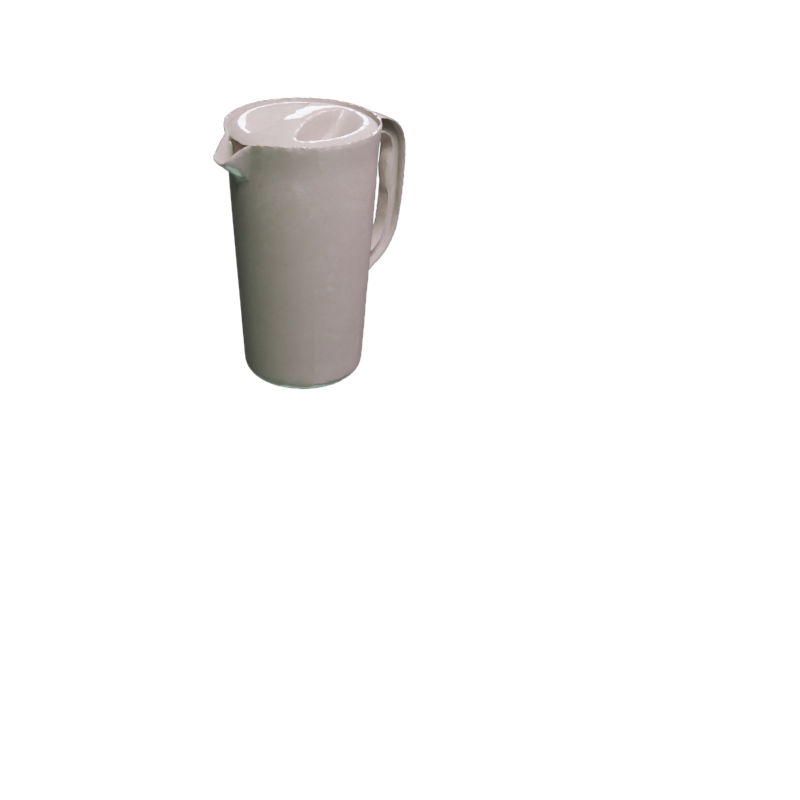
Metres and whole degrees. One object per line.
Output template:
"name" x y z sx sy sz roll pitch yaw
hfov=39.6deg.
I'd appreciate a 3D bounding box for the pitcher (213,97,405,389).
"pitcher" -0.077 -0.140 0.981 0.151 0.230 0.152 5 28 5
